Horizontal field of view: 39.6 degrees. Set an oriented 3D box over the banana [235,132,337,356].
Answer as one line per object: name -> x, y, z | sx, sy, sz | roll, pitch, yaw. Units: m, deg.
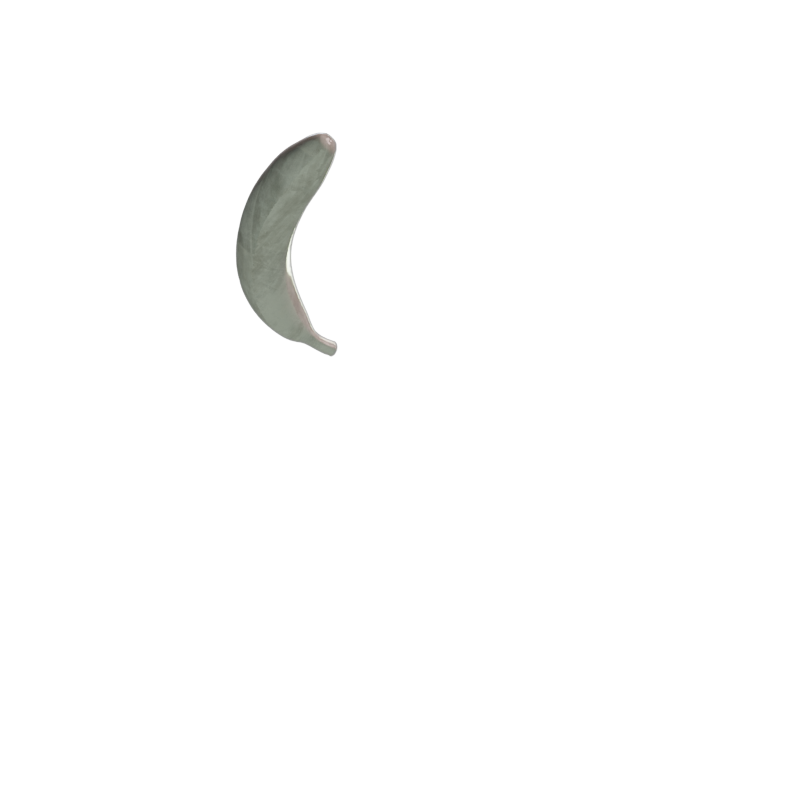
banana -> -0.077, -0.104, 0.749 | 0.069, 0.039, 0.184 | 0, -41, -2
